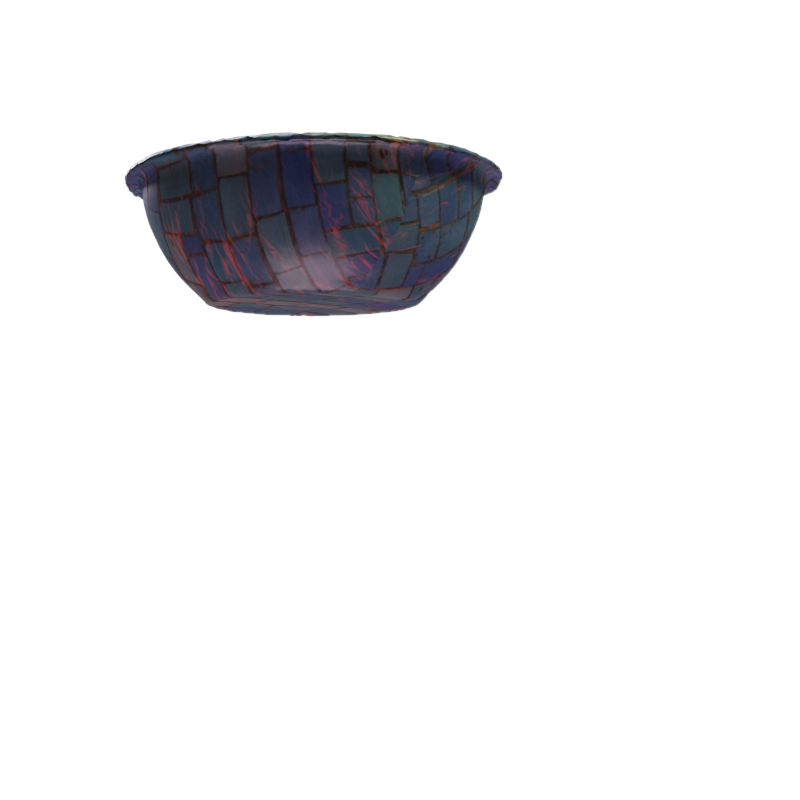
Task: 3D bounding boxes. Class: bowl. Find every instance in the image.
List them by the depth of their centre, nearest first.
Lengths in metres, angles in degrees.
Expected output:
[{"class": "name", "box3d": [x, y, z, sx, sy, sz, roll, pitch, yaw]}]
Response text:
[{"class": "bowl", "box3d": [-0.037, -0.068, 0.475, 0.162, 0.056, 0.160, 0, -3, -2]}]
